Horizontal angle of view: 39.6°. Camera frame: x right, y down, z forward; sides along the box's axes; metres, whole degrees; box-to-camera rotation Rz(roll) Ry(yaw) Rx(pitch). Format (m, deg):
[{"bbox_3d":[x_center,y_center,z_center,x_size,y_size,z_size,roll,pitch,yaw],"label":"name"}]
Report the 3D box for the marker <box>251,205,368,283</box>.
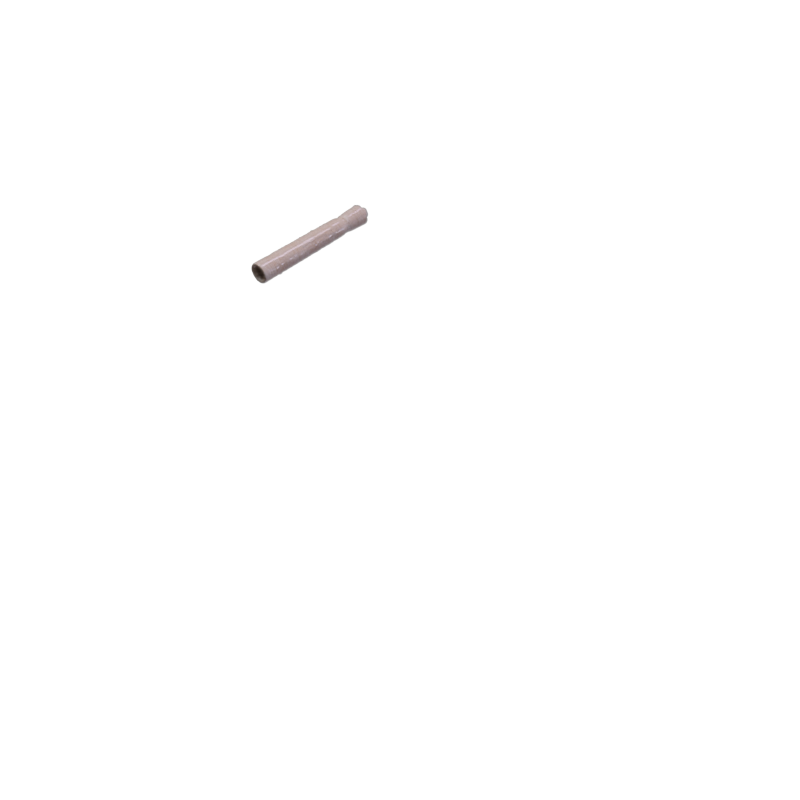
[{"bbox_3d":[-0.073,-0.133,0.933,0.121,0.019,0.021,-35,23,-31],"label":"marker"}]
